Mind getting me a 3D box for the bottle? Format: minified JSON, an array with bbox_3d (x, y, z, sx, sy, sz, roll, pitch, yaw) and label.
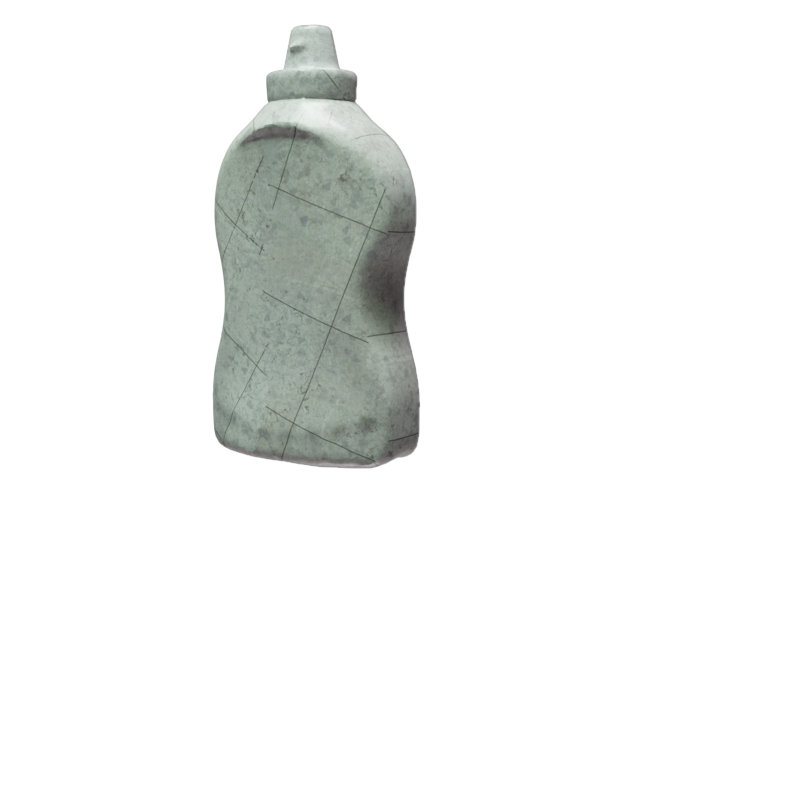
[{"bbox_3d":[-0.039,-0.071,0.498,0.100,0.191,0.056,2,3,34],"label":"bottle"}]
